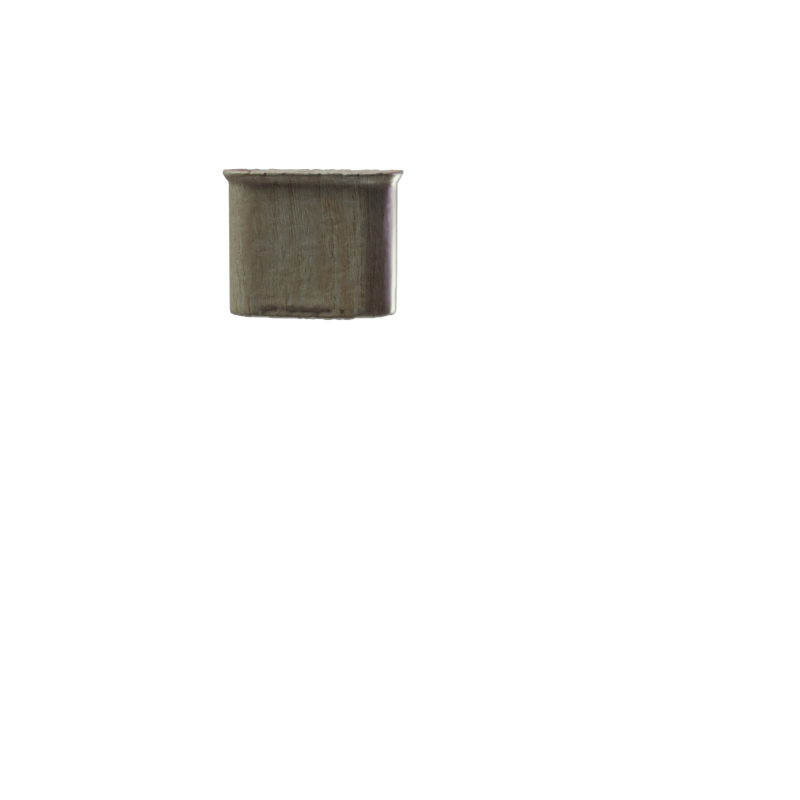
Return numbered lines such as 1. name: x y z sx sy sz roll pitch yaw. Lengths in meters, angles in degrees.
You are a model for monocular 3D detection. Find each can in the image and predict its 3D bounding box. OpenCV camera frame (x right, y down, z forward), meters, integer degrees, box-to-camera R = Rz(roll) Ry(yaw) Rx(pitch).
1. can: -0.050 -0.092 0.643 0.103 0.083 0.058 2 8 10
